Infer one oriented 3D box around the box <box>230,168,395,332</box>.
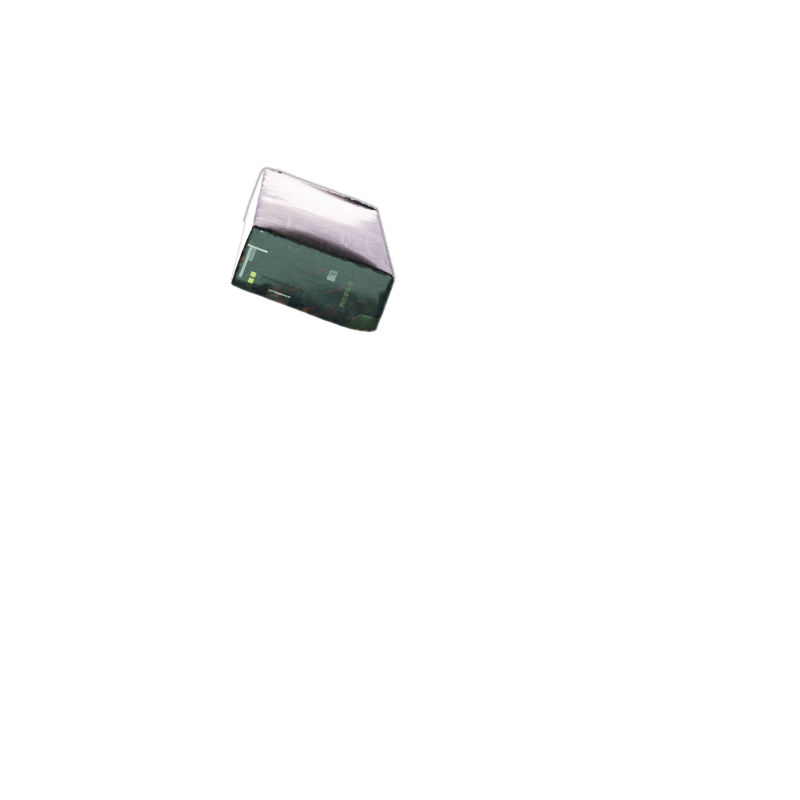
[{"bbox_3d":[-0.058,-0.105,0.734,0.092,0.047,0.185,18,22,-11],"label":"box"}]
